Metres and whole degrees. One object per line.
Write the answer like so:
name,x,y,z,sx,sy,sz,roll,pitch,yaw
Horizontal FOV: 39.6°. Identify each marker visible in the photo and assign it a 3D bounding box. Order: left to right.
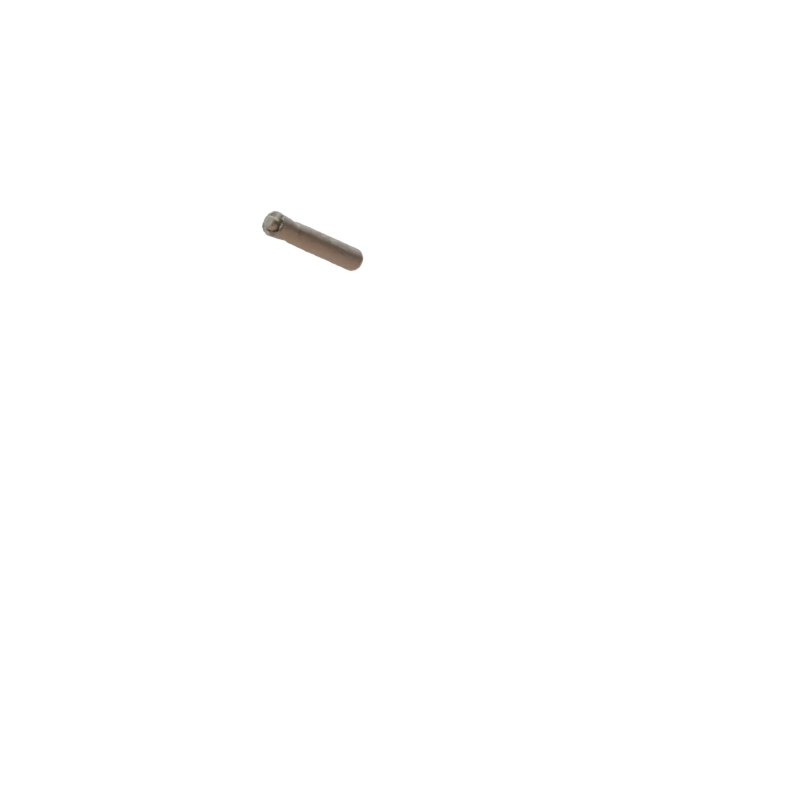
marker,-0.065,-0.119,0.834,0.020,0.020,0.114,3,-6,30
